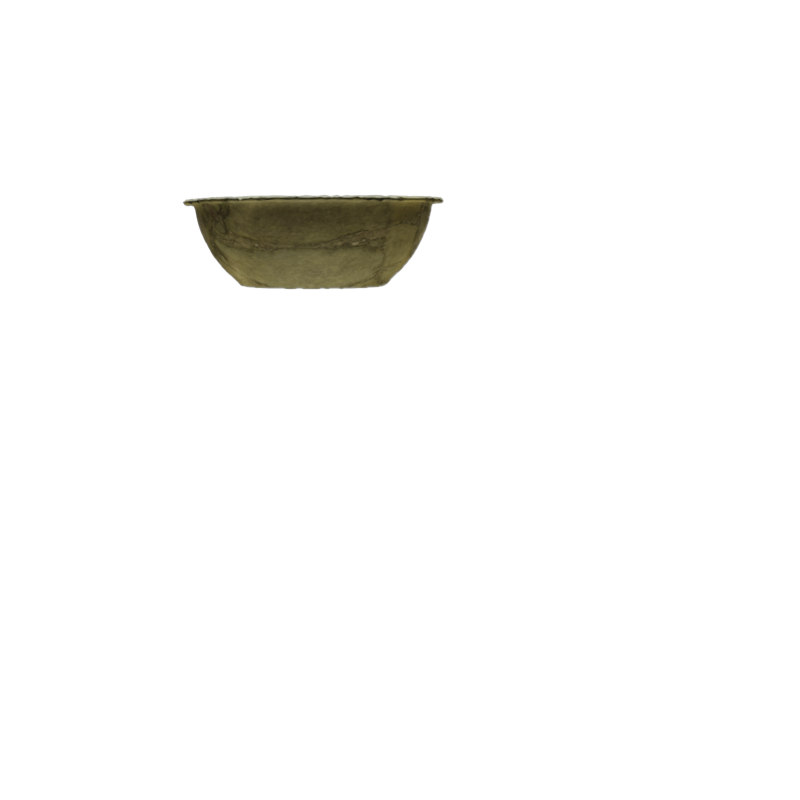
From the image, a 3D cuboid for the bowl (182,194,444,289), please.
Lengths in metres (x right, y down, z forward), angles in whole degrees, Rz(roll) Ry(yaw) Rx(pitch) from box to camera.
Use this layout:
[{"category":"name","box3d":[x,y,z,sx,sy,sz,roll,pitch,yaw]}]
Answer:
[{"category":"bowl","box3d":[-0.054,-0.099,0.690,0.162,0.054,0.164,0,8,-2]}]
